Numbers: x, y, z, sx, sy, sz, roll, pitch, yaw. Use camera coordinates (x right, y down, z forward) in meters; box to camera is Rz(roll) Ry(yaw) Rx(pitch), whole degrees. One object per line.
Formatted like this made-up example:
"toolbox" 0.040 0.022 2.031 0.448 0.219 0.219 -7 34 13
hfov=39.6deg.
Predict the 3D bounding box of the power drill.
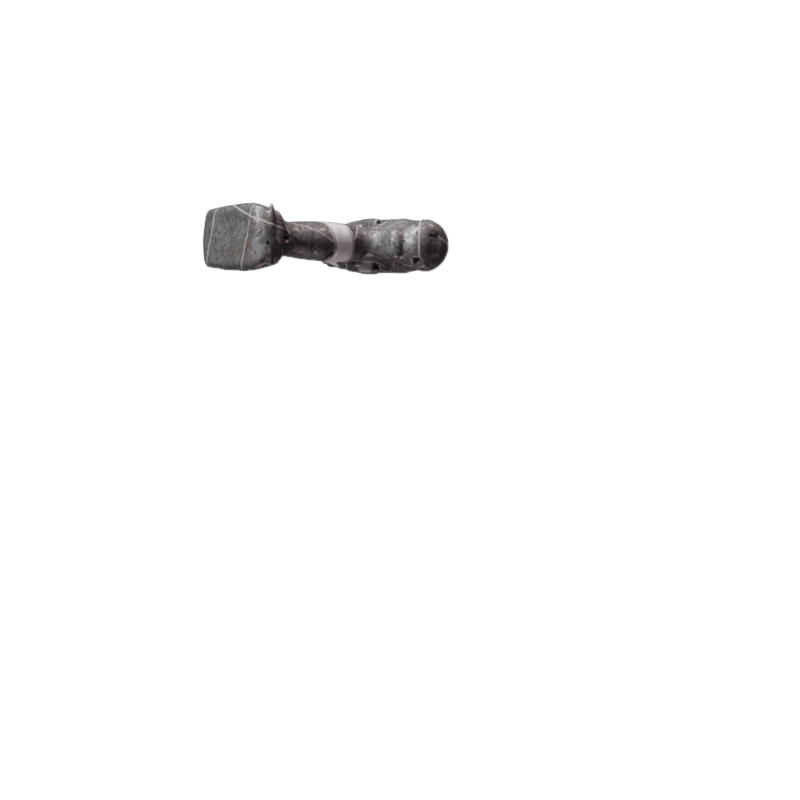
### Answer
"power drill" -0.078 -0.142 0.996 0.181 0.057 0.191 -3 5 -32
